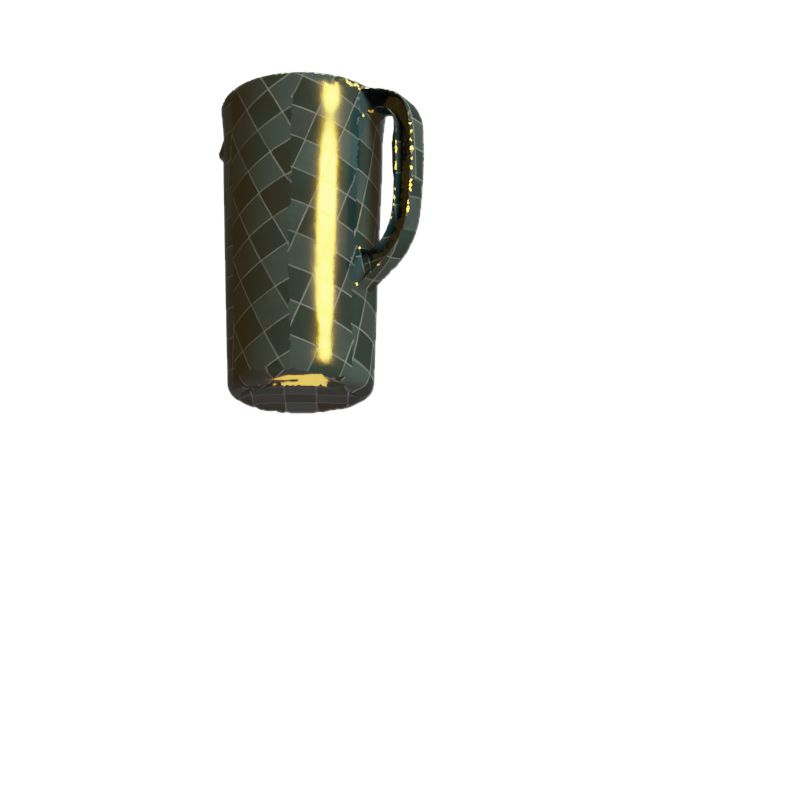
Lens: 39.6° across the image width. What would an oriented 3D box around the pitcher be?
[{"bbox_3d":[-0.066,-0.121,0.845,0.143,0.255,0.145,3,-20,-12],"label":"pitcher"}]
